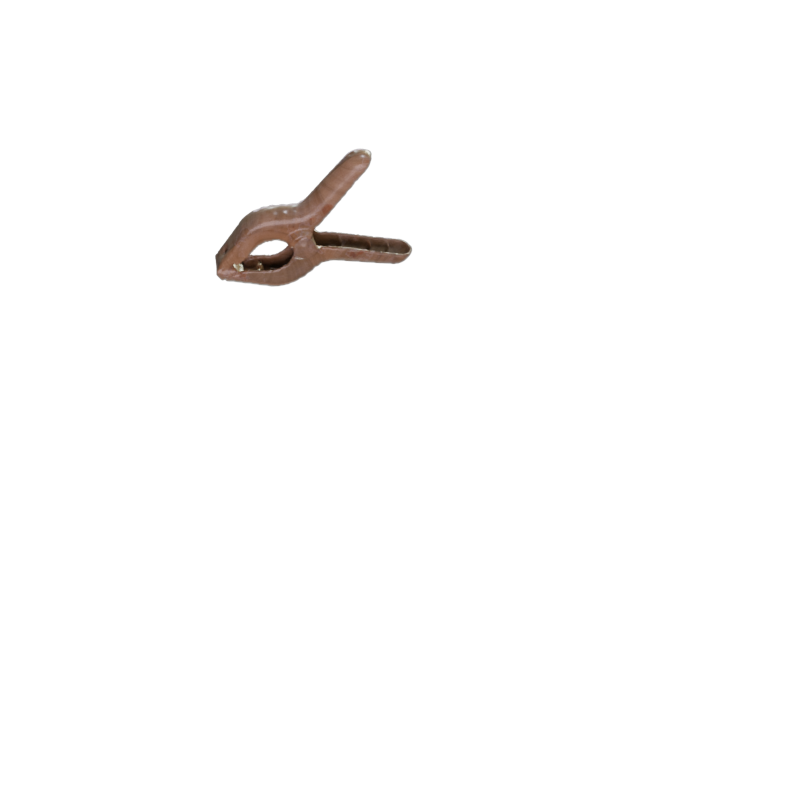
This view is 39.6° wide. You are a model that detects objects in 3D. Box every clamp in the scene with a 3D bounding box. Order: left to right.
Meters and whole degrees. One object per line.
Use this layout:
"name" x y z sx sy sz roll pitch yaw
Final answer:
"clamp" -0.076 -0.139 0.972 0.172 0.112 0.042 -25 31 15
